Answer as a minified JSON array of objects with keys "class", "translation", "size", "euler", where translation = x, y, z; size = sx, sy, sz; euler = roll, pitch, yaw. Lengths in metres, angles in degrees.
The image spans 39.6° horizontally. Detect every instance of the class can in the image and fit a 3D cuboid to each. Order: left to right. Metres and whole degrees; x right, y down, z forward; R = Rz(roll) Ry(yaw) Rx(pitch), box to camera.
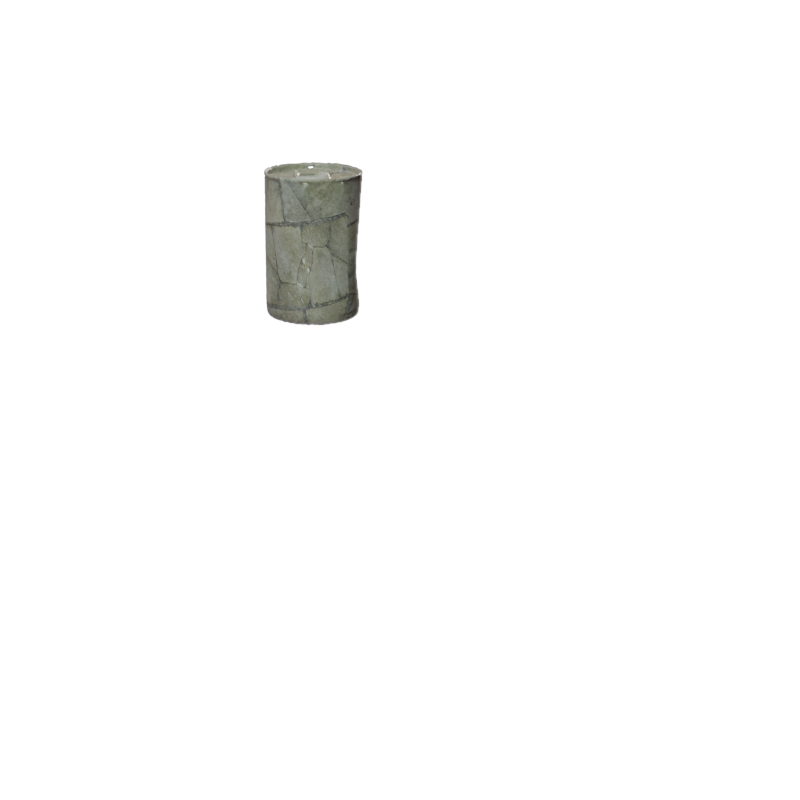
[{"class":"can","translation":[-0.061,-0.111,0.776],"size":[0.068,0.099,0.071],"euler":[0,17,-2]}]
